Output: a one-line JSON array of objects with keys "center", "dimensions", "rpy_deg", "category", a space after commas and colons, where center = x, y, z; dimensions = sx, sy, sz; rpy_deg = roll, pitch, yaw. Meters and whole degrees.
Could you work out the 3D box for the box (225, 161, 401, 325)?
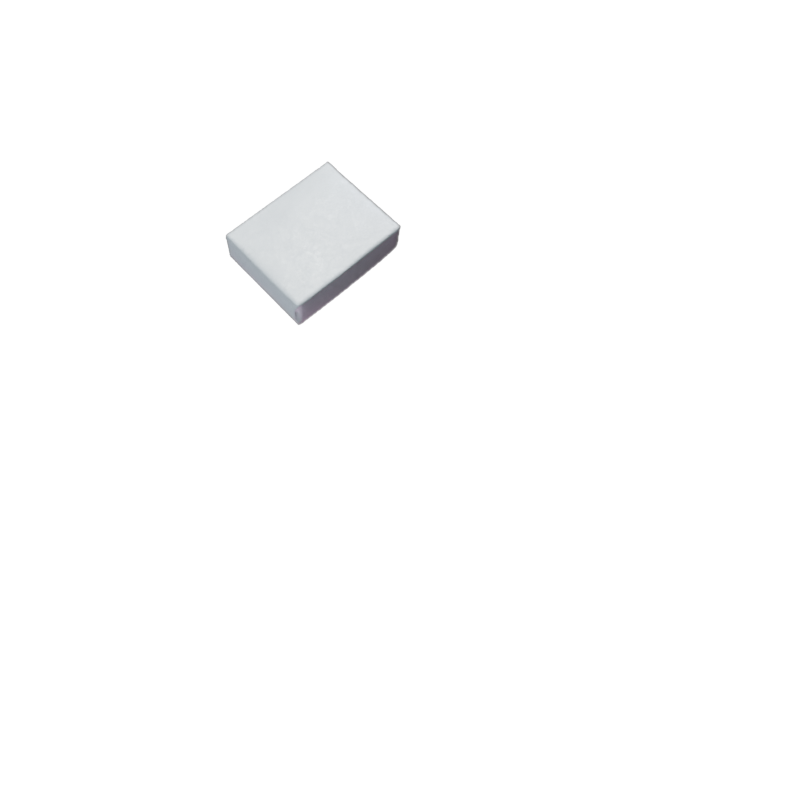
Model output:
[{"center": [-0.070, -0.128, 0.898], "dimensions": [0.114, 0.095, 0.036], "rpy_deg": [-38, -23, -21], "category": "box"}]
